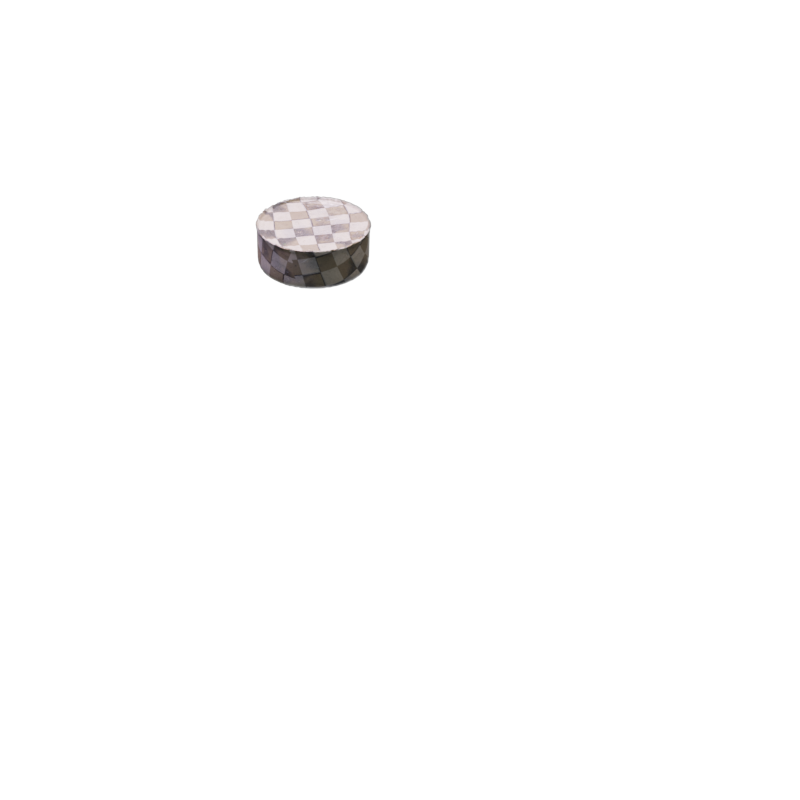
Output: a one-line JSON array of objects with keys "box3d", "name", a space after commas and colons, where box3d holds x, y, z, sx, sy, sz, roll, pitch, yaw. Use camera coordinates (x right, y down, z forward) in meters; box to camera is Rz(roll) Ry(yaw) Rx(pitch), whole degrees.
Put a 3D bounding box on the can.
[{"box3d": [-0.065, -0.119, 0.834, 0.086, 0.031, 0.092, -1, 35, -2], "name": "can"}]
